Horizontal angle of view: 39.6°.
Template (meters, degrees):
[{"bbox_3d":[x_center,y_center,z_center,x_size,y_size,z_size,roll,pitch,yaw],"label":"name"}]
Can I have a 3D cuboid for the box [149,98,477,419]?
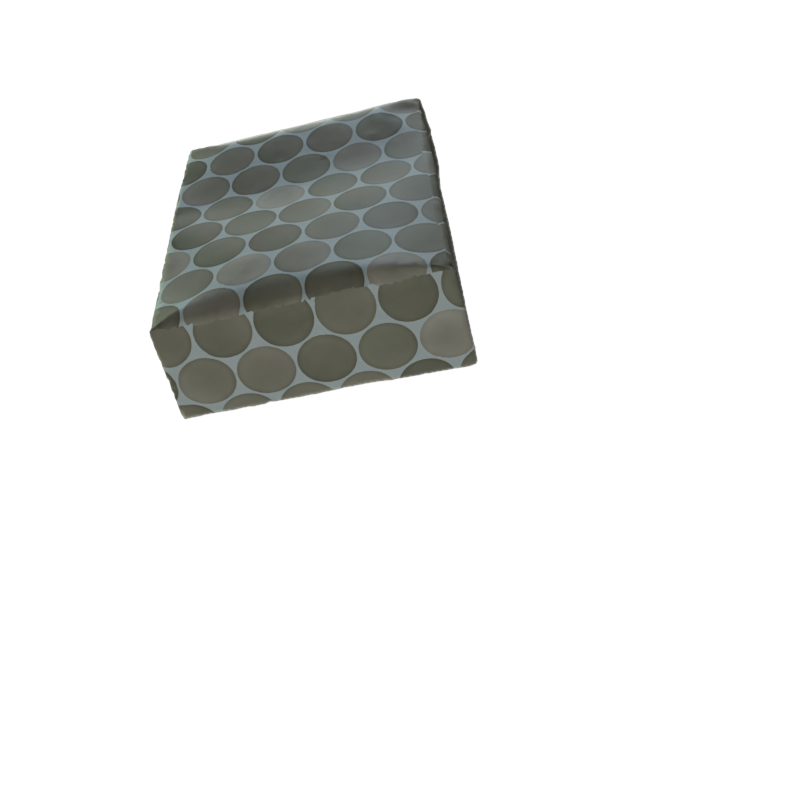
[{"bbox_3d":[-0.052,-0.095,0.663,0.165,0.067,0.229,-12,37,6],"label":"box"}]
